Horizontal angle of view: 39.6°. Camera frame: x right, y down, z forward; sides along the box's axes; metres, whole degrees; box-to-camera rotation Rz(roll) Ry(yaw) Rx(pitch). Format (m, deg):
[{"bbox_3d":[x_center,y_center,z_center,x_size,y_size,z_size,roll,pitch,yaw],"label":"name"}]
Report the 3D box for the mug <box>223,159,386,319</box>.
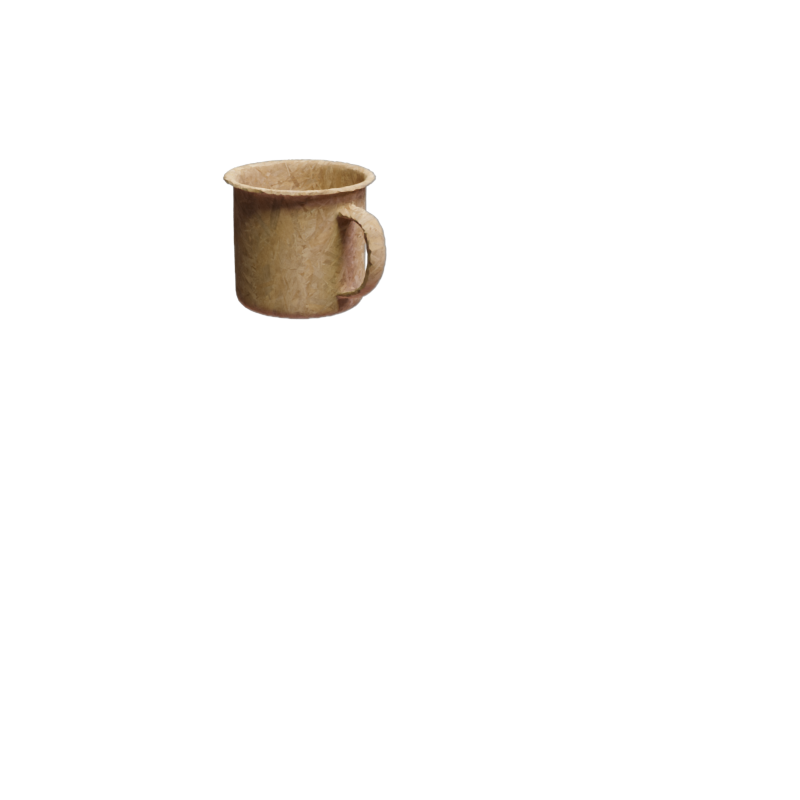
[{"bbox_3d":[-0.053,-0.097,0.680,0.124,0.078,0.092,19,27,40],"label":"mug"}]
